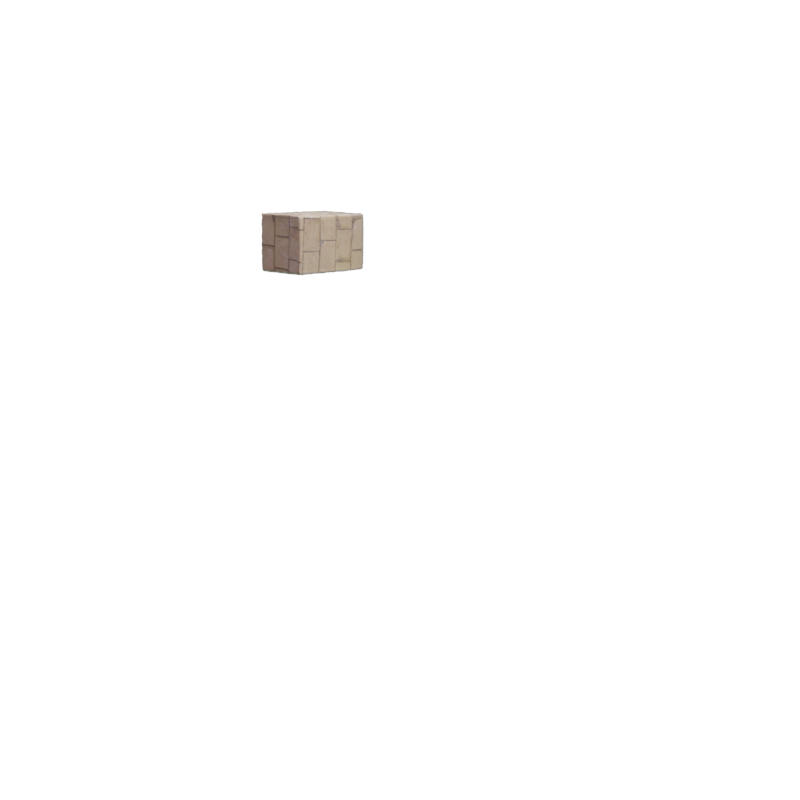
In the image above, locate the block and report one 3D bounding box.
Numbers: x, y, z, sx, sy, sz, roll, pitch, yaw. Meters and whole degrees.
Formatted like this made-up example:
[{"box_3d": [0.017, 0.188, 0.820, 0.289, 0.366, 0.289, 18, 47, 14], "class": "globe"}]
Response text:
[{"box_3d": [-0.077, -0.140, 0.979, 0.076, 0.050, 0.055, -9, 13, -44], "class": "block"}]
